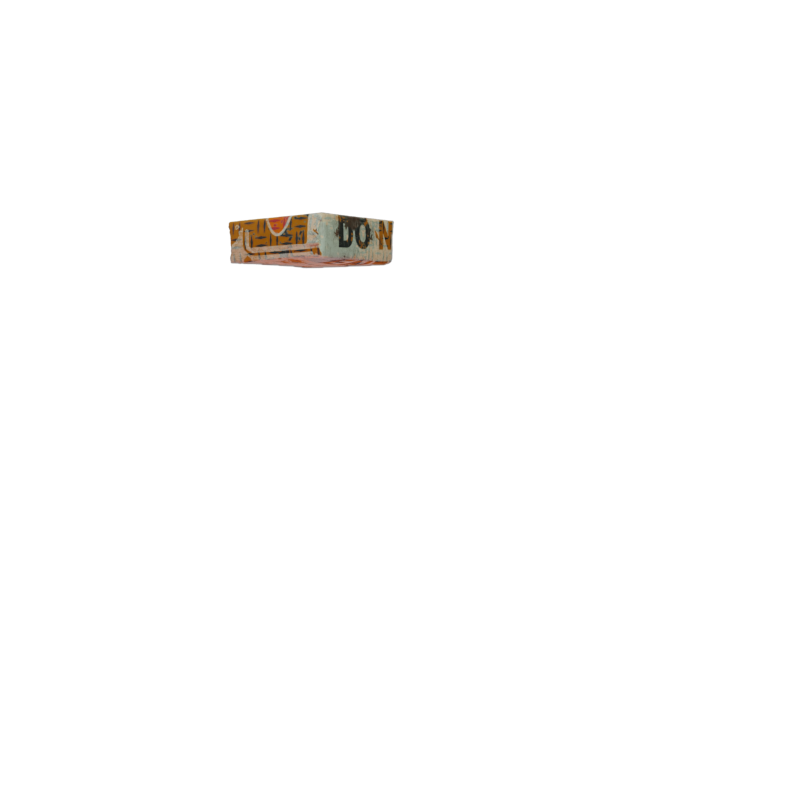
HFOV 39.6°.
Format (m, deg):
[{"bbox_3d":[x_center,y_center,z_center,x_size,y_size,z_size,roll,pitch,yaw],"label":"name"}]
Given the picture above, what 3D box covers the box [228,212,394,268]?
[{"bbox_3d":[-0.070,-0.128,0.896,0.093,0.039,0.109,1,2,31],"label":"box"}]
